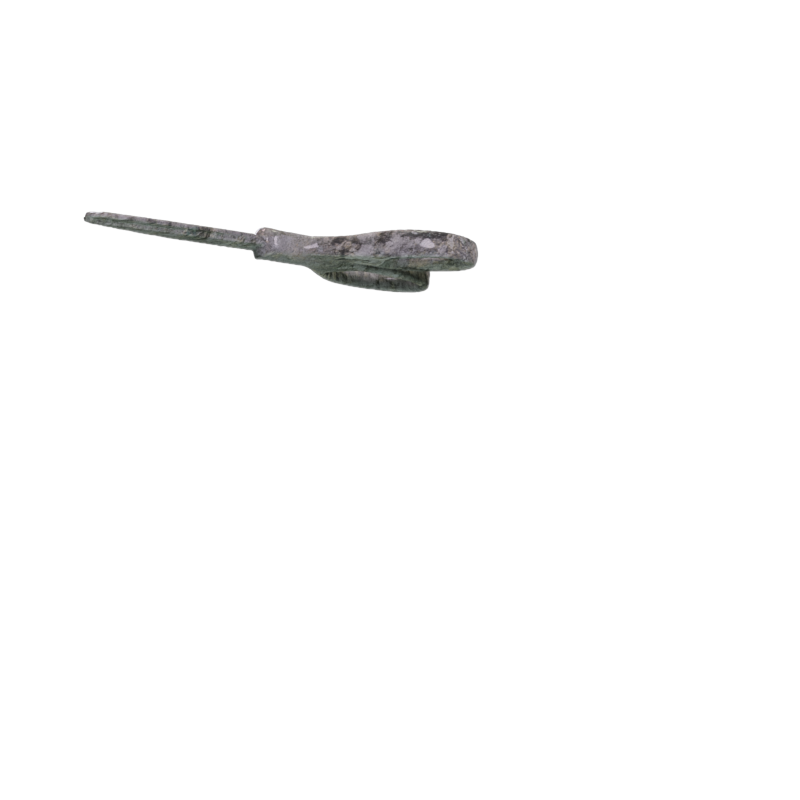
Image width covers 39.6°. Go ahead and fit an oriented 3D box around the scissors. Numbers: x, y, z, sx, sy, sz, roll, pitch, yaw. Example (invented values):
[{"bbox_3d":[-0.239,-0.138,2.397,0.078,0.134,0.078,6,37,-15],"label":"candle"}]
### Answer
[{"bbox_3d":[-0.042,-0.076,0.536,0.099,0.016,0.191,-6,-9,41],"label":"scissors"}]
